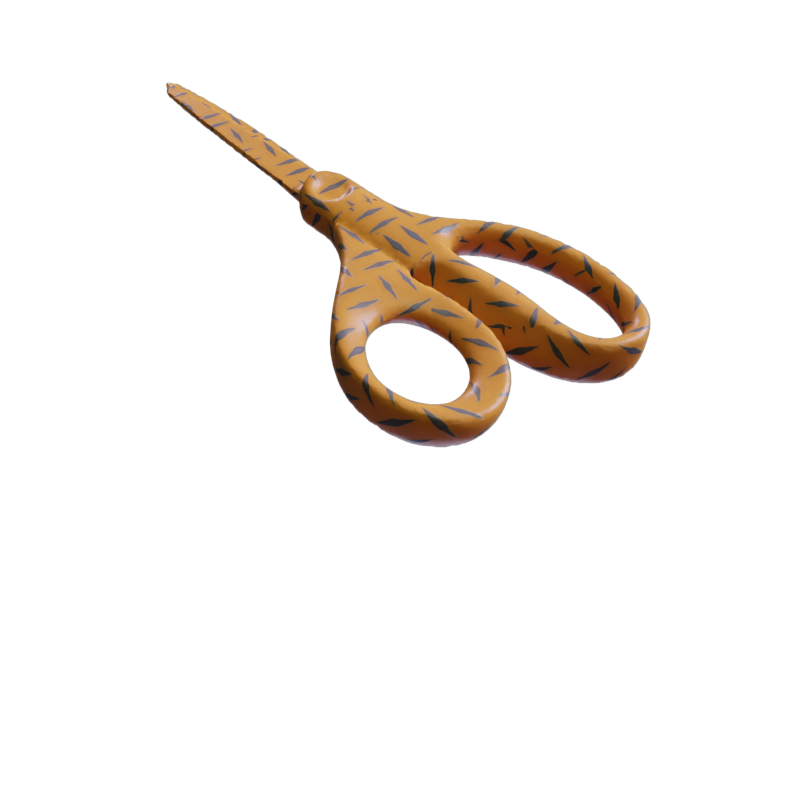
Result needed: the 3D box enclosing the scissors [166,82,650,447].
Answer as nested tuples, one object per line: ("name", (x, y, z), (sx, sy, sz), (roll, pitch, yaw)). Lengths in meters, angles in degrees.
("scissors", (-0.027, -0.048, 0.340), (0.213, 0.015, 0.098), (26, 48, 26))
